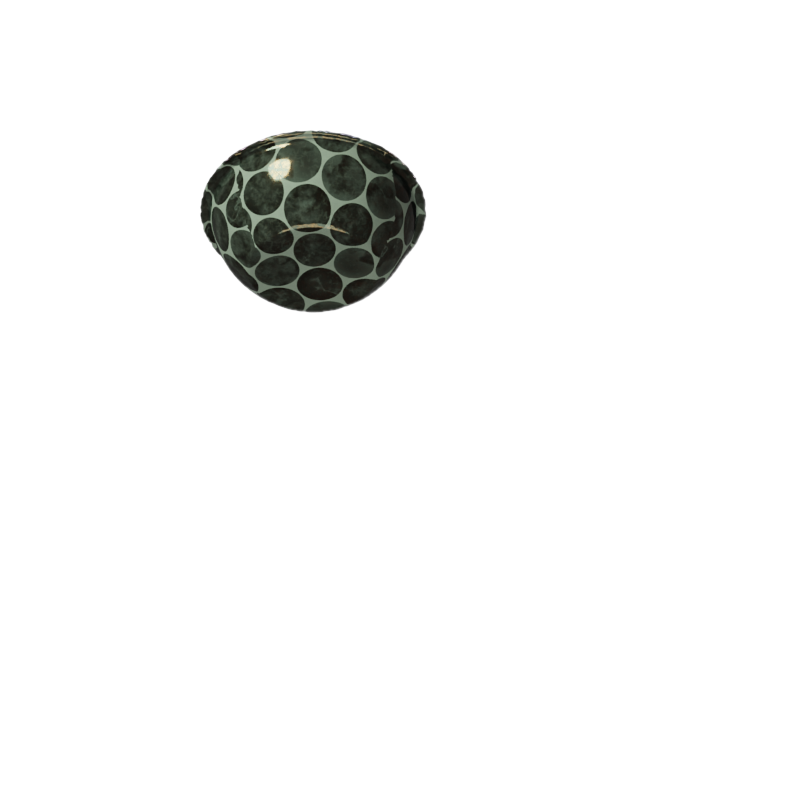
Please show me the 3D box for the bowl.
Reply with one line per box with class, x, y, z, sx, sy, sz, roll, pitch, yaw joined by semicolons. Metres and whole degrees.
bowl;-0.061;-0.111;0.778;0.162;0.059;0.151;1;-39;-1
